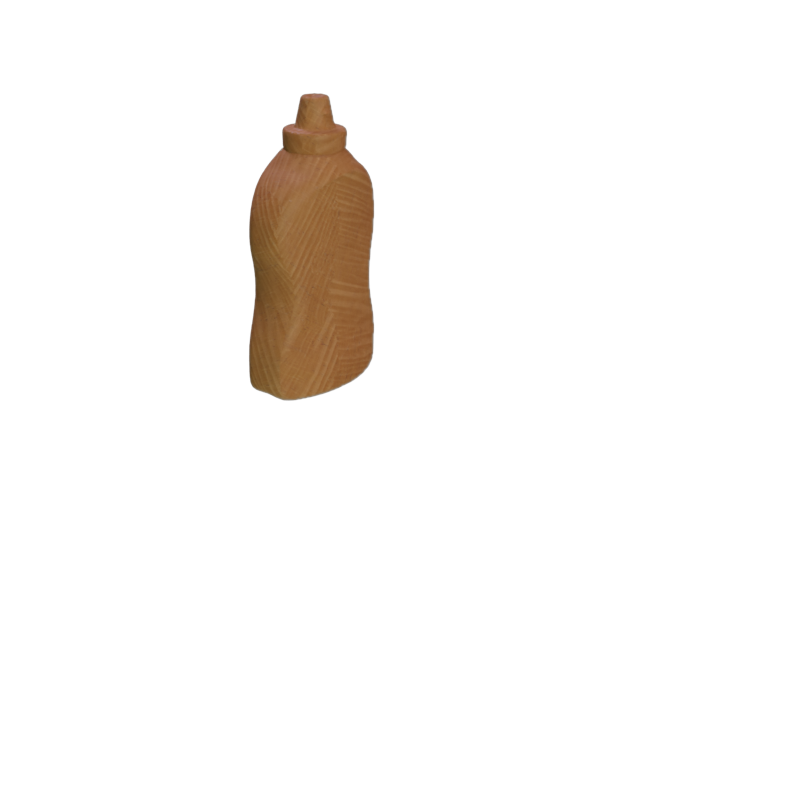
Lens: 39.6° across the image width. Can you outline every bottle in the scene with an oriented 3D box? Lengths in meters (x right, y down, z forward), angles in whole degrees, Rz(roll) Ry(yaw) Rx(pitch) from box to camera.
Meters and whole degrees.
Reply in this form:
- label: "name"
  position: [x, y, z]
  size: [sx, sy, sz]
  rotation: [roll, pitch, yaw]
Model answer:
- label: "bottle"
  position: [-0.056, -0.103, 0.720]
  size: [0.062, 0.184, 0.095]
  rotation: [16, 24, 38]
